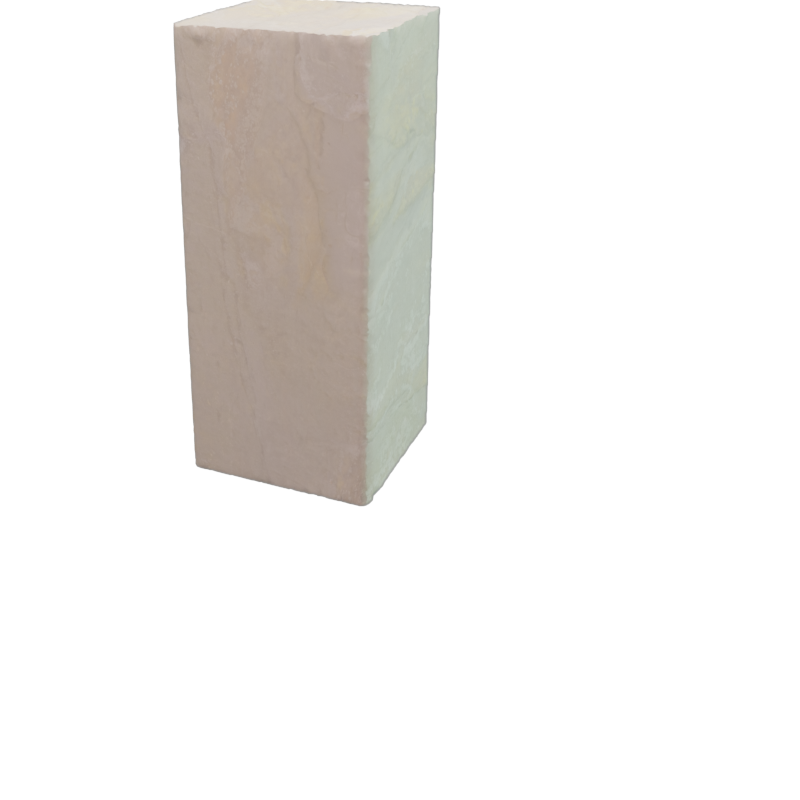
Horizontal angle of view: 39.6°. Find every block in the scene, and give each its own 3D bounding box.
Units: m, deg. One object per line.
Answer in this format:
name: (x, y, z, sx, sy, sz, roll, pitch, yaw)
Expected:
block: (-0.040, -0.072, 0.503, 0.094, 0.197, 0.092, 10, 23, 19)
